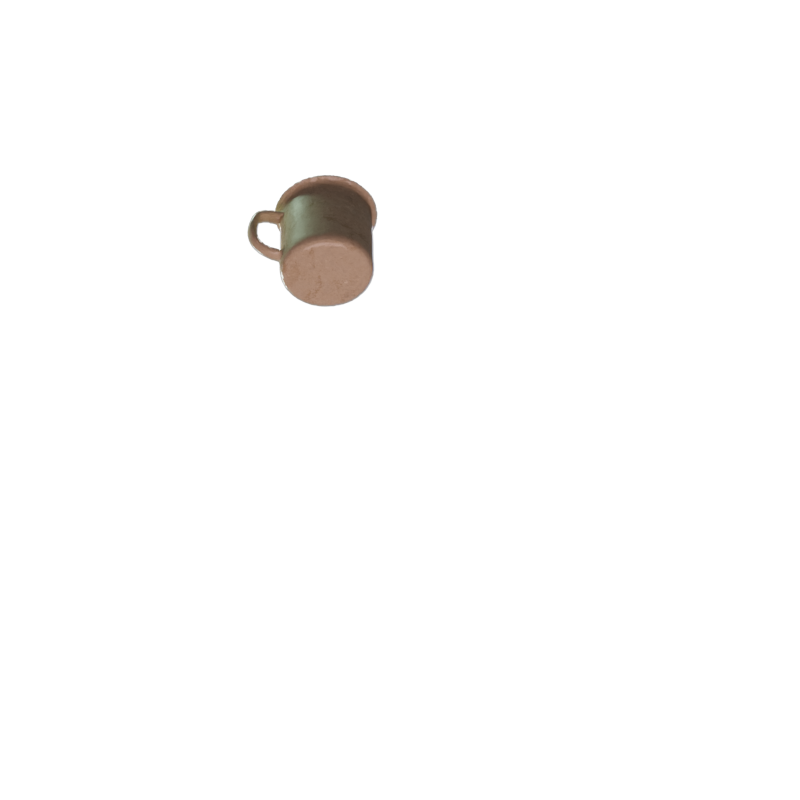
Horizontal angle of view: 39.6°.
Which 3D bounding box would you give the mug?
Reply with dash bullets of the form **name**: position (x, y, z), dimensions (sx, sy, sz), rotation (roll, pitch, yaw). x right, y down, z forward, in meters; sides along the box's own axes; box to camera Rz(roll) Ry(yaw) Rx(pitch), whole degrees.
- **mug**: position (-0.076, -0.139, 0.974), dimensions (0.115, 0.087, 0.088), rotation (11, -46, -12)
